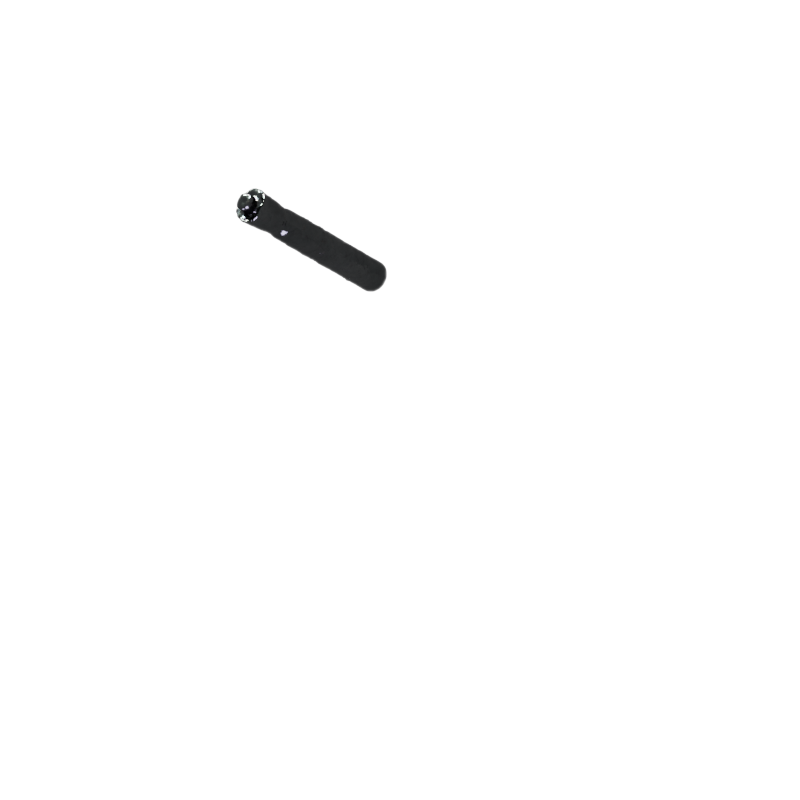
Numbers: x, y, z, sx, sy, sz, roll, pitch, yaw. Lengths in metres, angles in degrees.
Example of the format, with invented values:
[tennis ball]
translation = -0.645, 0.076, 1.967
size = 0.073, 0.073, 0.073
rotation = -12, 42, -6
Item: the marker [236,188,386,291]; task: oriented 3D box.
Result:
[marker]
translation = -0.048, -0.087, 0.608
size = 0.021, 0.020, 0.113
rotation = 3, -13, 37
